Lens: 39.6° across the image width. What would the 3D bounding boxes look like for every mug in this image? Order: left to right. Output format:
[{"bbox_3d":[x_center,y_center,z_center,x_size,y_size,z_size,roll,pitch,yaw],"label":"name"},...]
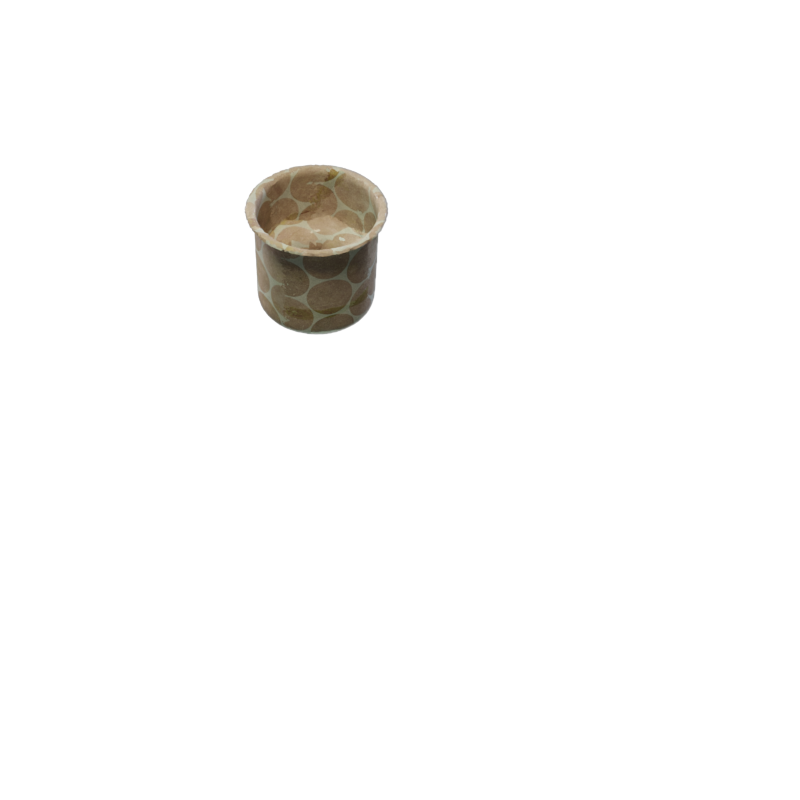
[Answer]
[{"bbox_3d":[-0.059,-0.108,0.755,0.092,0.076,0.127,-8,46,-9],"label":"mug"}]
